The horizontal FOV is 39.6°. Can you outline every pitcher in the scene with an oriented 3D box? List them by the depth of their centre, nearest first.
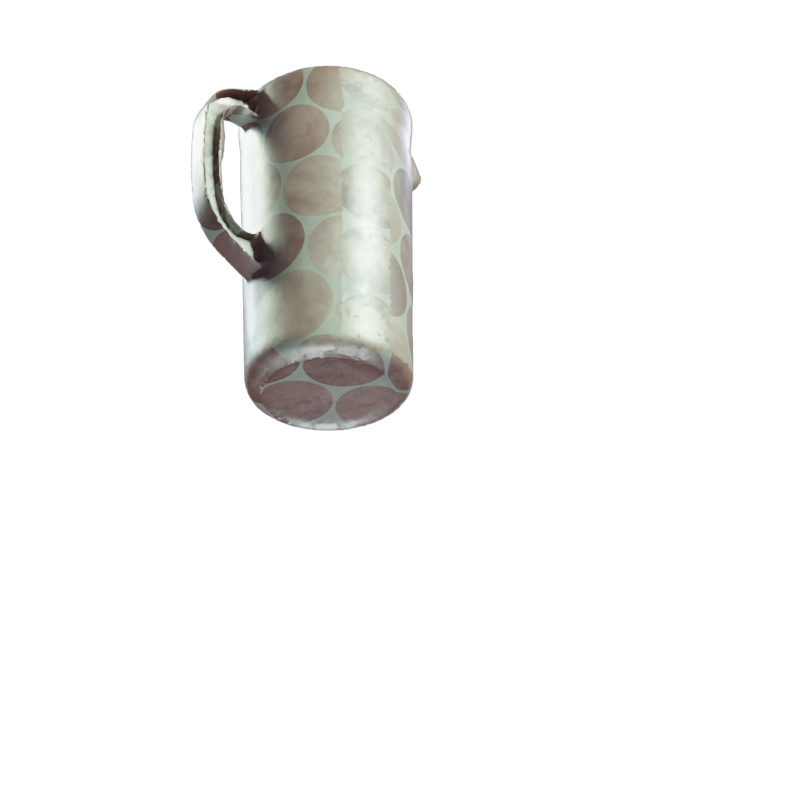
[{"bbox_3d":[-0.060,-0.110,0.771,0.150,0.260,0.134,-8,-37,7],"label":"pitcher"}]
